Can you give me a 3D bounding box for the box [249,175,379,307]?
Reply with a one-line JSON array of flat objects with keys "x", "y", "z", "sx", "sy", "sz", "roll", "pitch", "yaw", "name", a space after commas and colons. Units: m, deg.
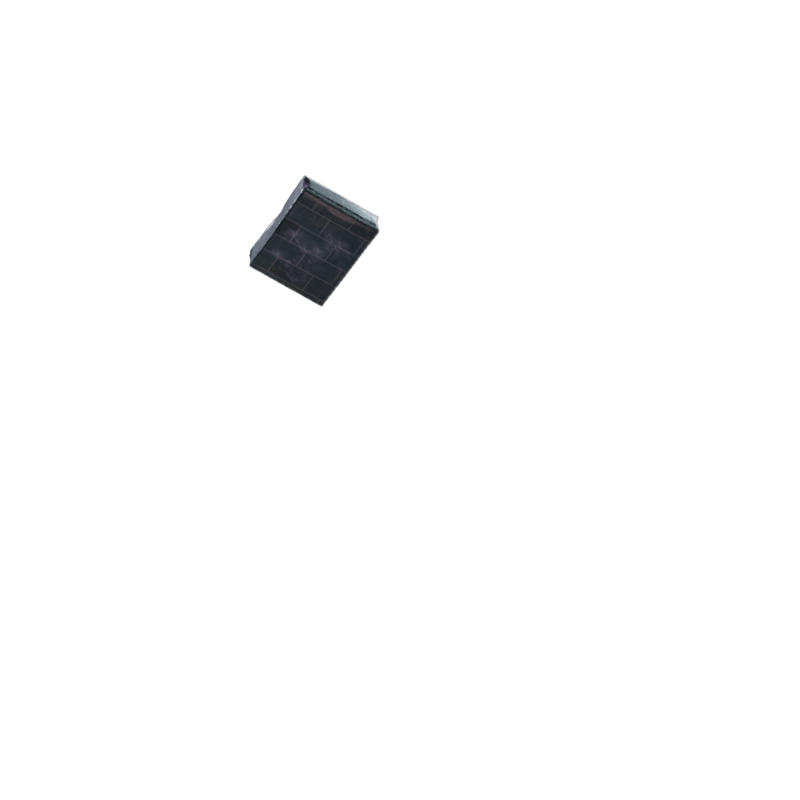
[{"x": -0.071, "y": -0.130, "z": 0.911, "sx": 0.070, "sy": 0.087, "sz": 0.032, "roll": 29, "pitch": 28, "yaw": -18, "name": "box"}]
